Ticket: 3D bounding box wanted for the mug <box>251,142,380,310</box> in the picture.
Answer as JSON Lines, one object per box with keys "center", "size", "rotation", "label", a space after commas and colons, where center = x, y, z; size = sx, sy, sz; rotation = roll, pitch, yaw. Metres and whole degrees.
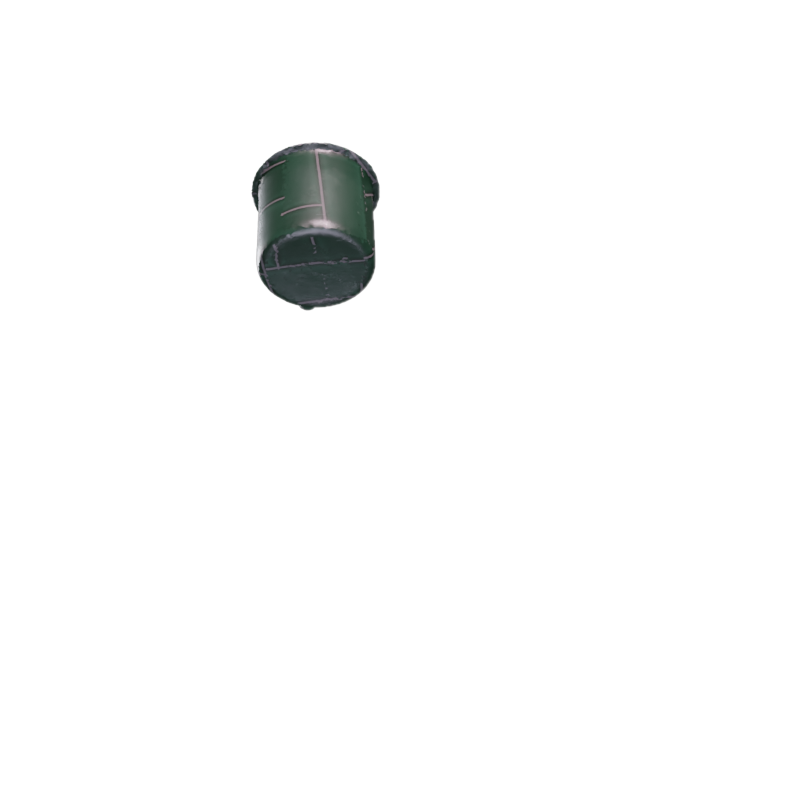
{"center": [-0.061, -0.112, 0.785], "size": [0.092, 0.087, 0.110], "rotation": [6, -43, -9], "label": "mug"}
